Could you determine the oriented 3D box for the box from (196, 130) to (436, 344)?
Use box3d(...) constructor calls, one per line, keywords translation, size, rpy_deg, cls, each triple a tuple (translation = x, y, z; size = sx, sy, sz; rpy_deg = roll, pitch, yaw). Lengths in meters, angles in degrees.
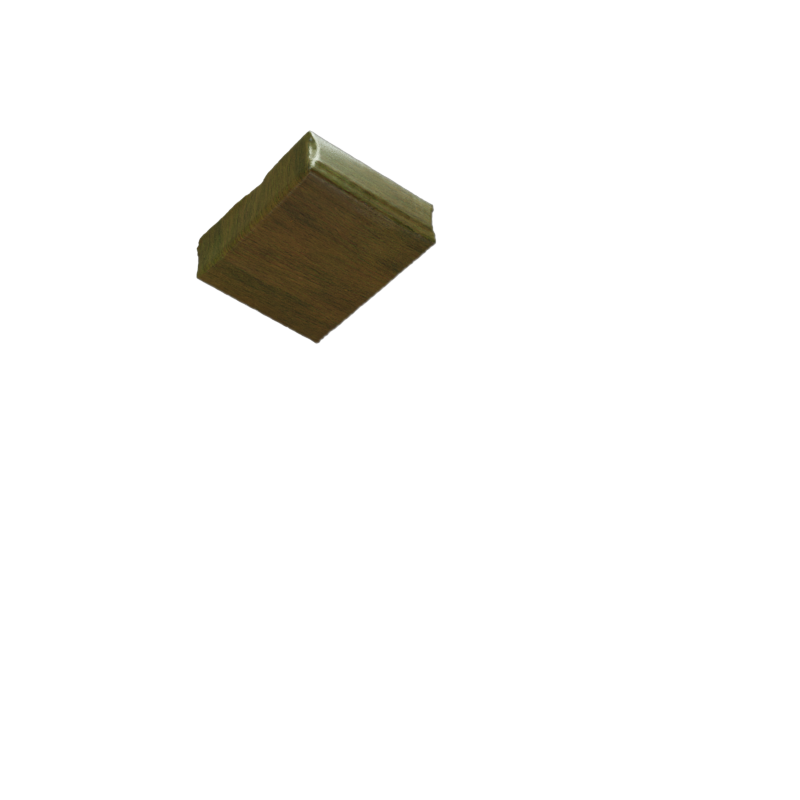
box3d(translation=(-0.040, -0.073, 0.510), size=(0.069, 0.032, 0.088), rpy_deg=(29, -49, -29), cls="box")
